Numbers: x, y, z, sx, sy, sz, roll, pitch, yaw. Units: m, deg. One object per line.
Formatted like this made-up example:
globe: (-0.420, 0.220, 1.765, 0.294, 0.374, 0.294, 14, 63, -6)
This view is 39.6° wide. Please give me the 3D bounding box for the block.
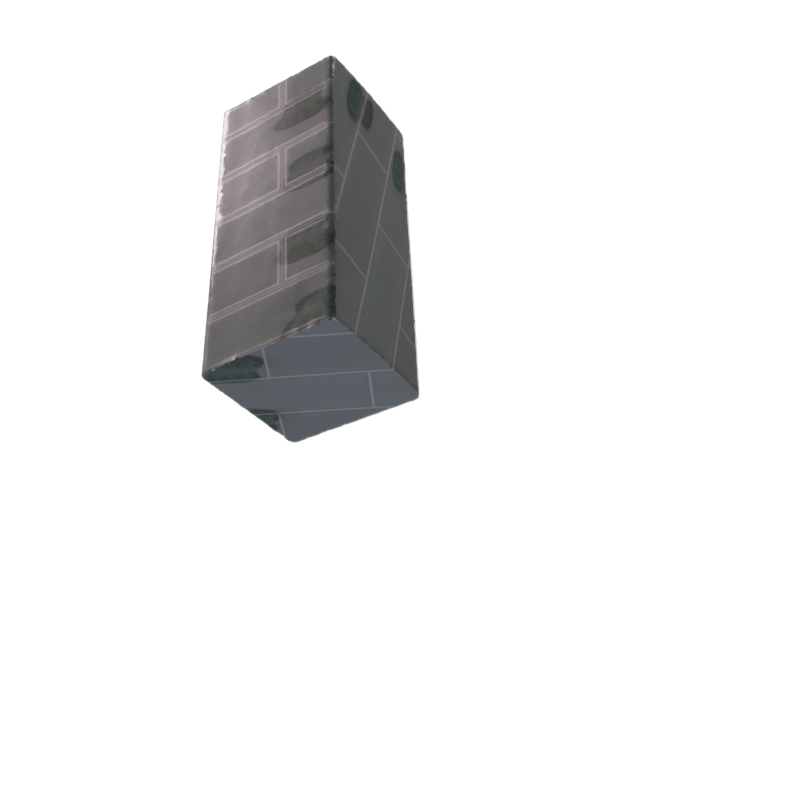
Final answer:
block: (-0.052, -0.095, 0.667, 0.091, 0.221, 0.083, -23, -42, 24)
